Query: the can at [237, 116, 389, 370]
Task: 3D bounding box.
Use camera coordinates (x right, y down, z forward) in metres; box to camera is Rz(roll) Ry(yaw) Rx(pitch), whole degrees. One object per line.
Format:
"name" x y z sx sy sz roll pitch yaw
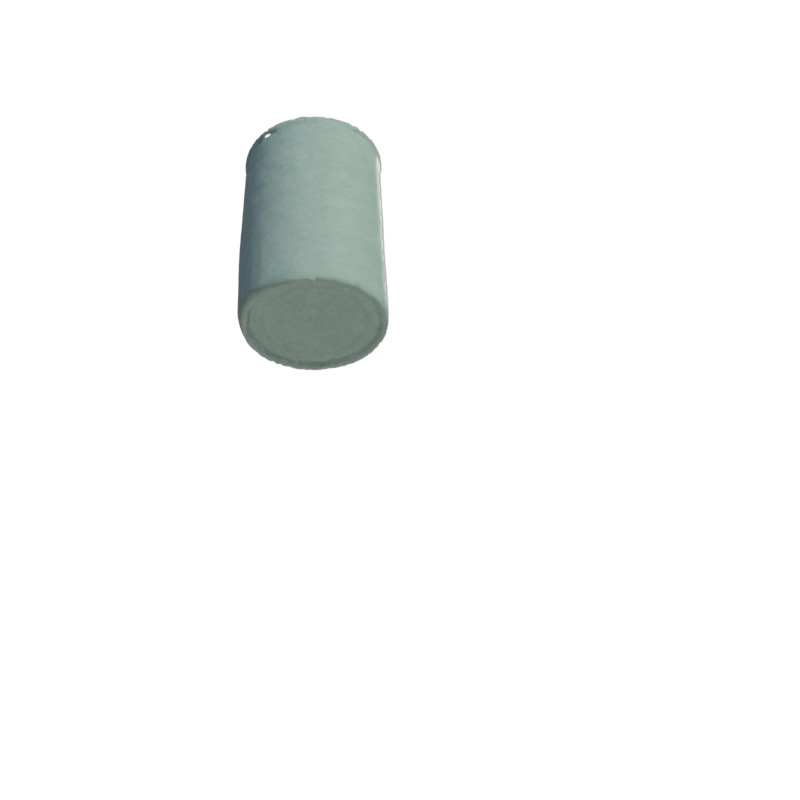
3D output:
"can" -0.041 -0.074 0.520 0.068 0.110 0.064 -1 -39 -3
